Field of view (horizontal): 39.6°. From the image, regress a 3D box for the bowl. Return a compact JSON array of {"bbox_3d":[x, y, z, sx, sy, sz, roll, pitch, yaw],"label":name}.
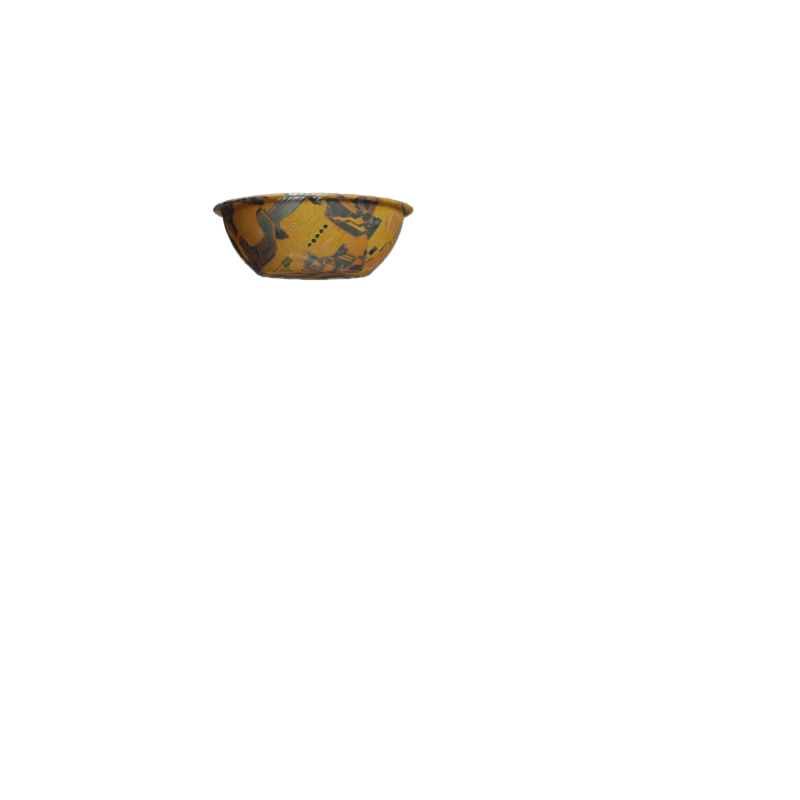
[{"bbox_3d":[-0.070,-0.127,0.892,0.162,0.055,0.161,0,1,-2],"label":"bowl"}]
